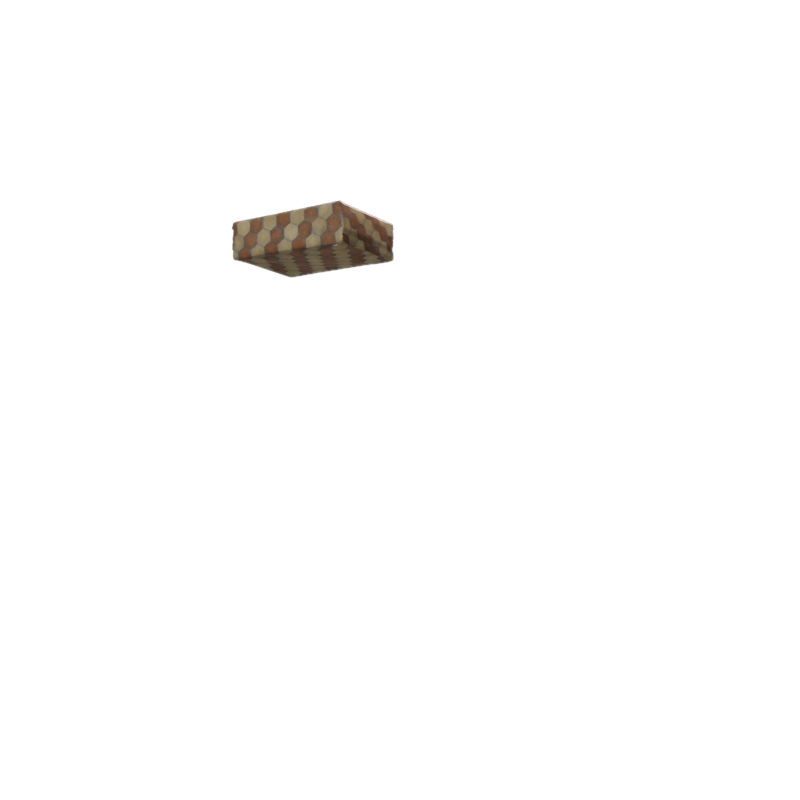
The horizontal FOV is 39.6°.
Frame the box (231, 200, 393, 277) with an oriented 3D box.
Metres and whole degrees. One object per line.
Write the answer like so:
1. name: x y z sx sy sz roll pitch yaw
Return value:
1. box: -0.075 -0.137 0.958 0.117 0.040 0.085 -4 -7 31
